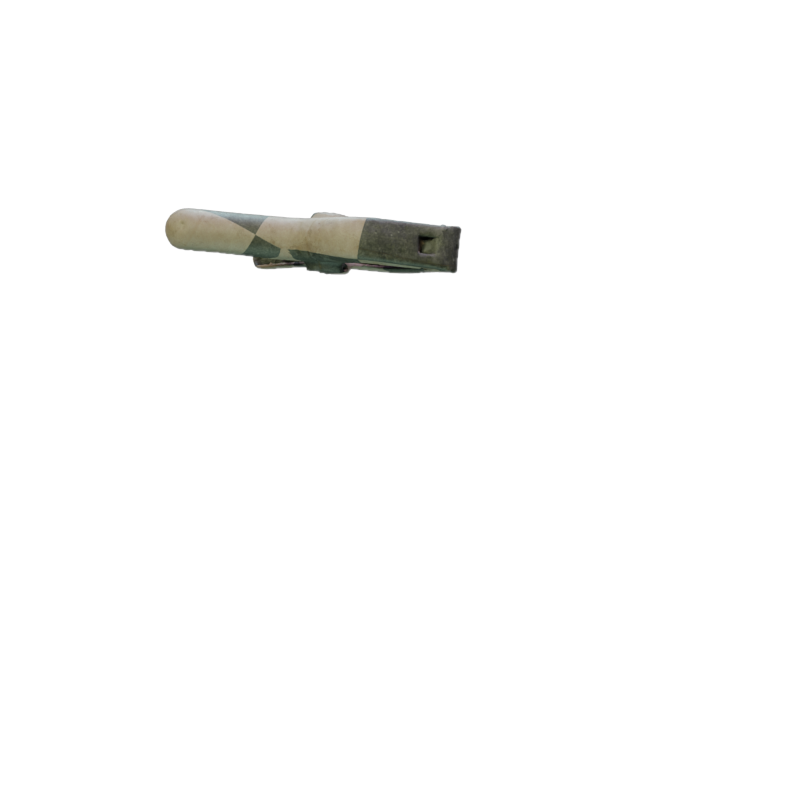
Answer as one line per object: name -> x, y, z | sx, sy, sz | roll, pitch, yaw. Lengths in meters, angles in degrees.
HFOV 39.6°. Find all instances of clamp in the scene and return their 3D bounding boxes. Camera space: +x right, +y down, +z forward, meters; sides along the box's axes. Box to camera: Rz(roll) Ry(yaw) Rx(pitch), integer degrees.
clamp -> -0.052, -0.095, 0.666 | 0.178, 0.039, 0.116 | 3, 5, 33
